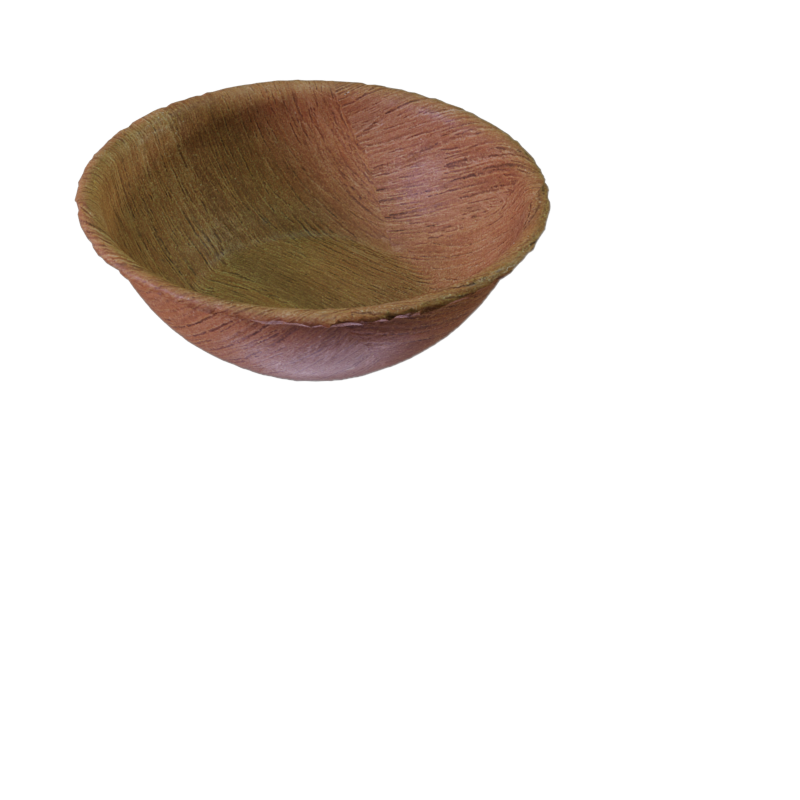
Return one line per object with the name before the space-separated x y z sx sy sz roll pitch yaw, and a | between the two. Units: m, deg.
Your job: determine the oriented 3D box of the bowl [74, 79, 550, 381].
bowl | -0.031 -0.057 0.397 0.162 0.051 0.174 -1 39 -2
